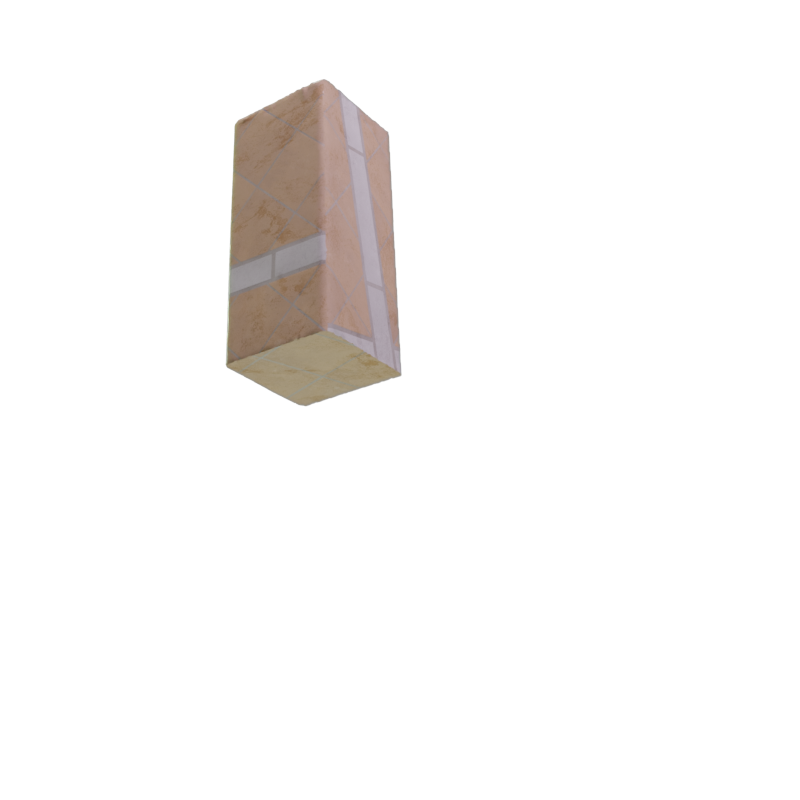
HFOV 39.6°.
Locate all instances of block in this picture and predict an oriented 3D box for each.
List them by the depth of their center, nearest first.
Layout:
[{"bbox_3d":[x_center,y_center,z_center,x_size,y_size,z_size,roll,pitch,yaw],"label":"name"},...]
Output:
[{"bbox_3d":[-0.064,-0.115,0.804,0.091,0.219,0.084,-21,-34,30],"label":"block"}]
